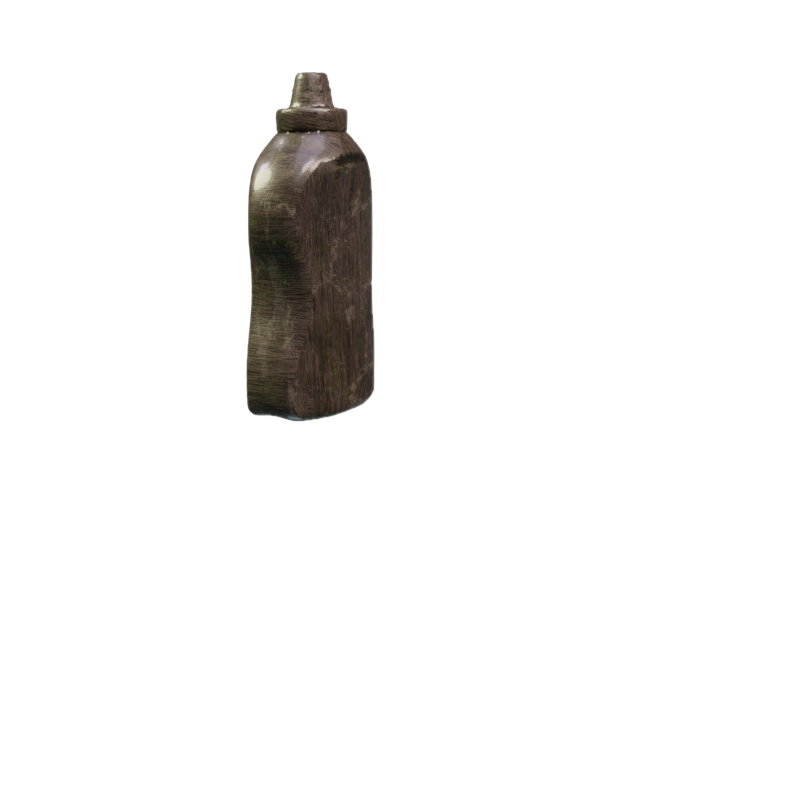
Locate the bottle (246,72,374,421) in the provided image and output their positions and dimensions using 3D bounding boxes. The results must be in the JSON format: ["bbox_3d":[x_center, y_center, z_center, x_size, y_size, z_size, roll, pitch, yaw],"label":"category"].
[{"bbox_3d":[-0.050,-0.091,0.636,0.061,0.189,0.094,4,7,30],"label":"bottle"}]
